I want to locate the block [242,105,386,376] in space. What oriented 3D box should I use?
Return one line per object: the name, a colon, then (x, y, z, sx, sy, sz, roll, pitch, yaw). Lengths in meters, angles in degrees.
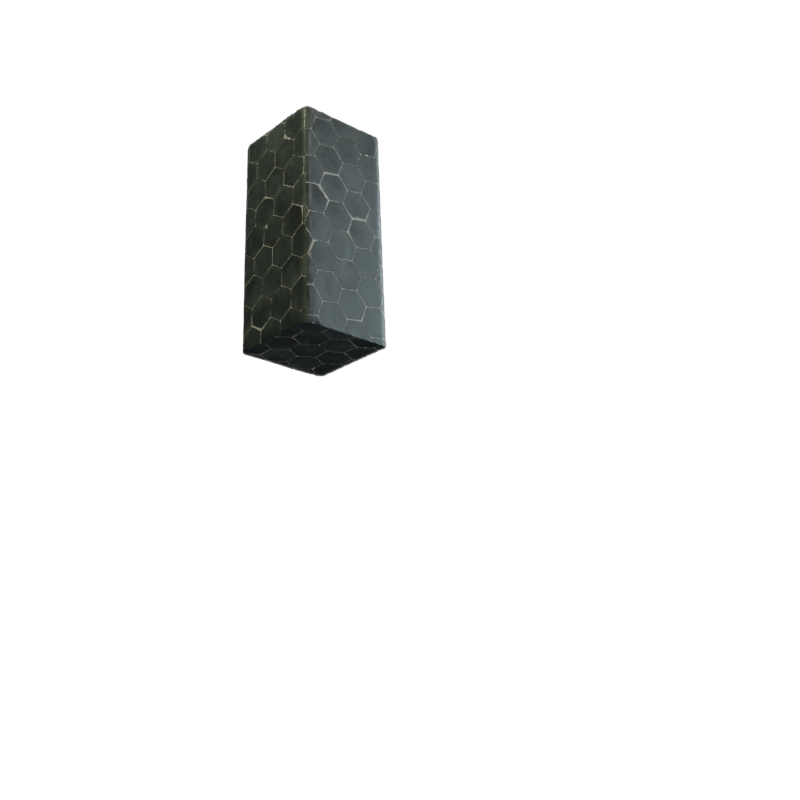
block: (-0.077, -0.139, 0.972, 0.085, 0.218, 0.091, 19, -32, -37)
